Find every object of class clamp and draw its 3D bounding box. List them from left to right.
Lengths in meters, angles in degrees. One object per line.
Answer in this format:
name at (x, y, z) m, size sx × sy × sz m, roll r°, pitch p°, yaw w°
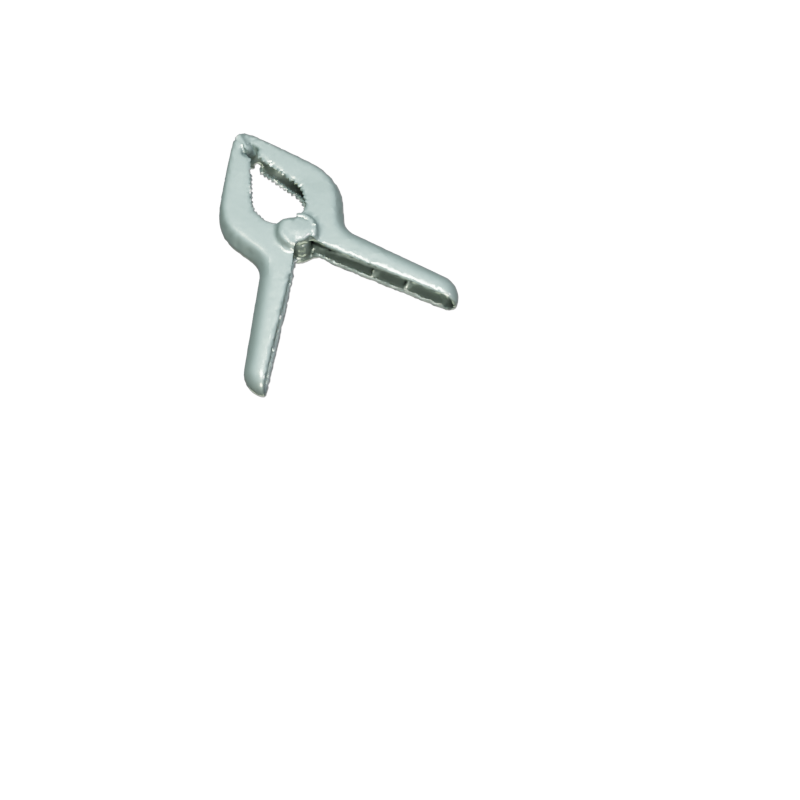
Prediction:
clamp at (-0.064, -0.117, 0.822) m, size 0.163 × 0.225 × 0.034 m, roll -18°, pitch -28°, yaw -10°
